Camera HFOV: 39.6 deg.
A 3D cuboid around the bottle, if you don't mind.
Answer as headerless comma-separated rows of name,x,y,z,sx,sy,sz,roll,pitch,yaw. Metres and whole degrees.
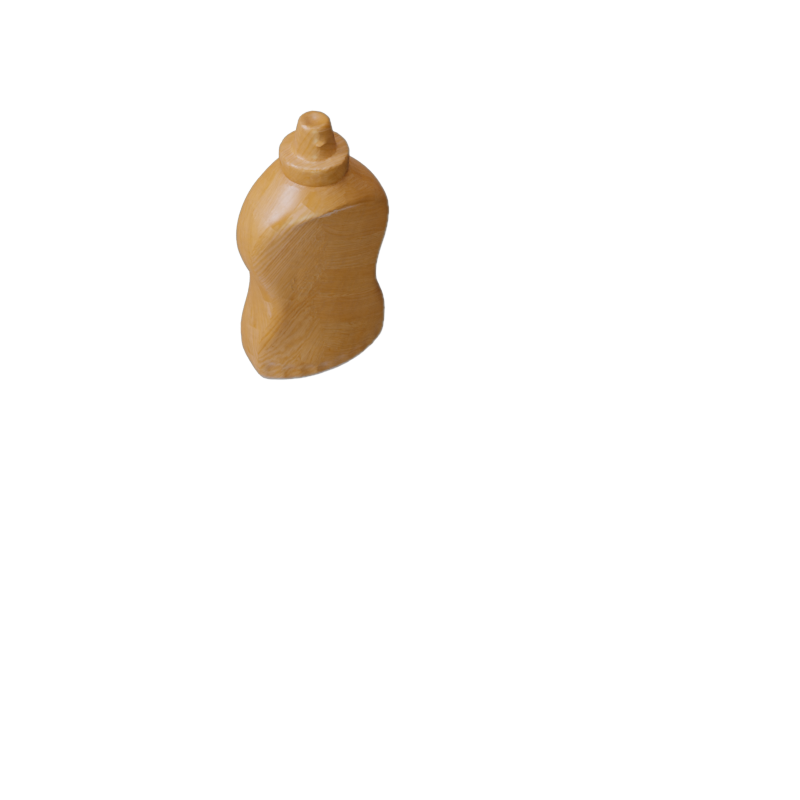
bottle,-0.054,-0.098,0.688,0.095,0.063,0.179,-19,-38,-20
